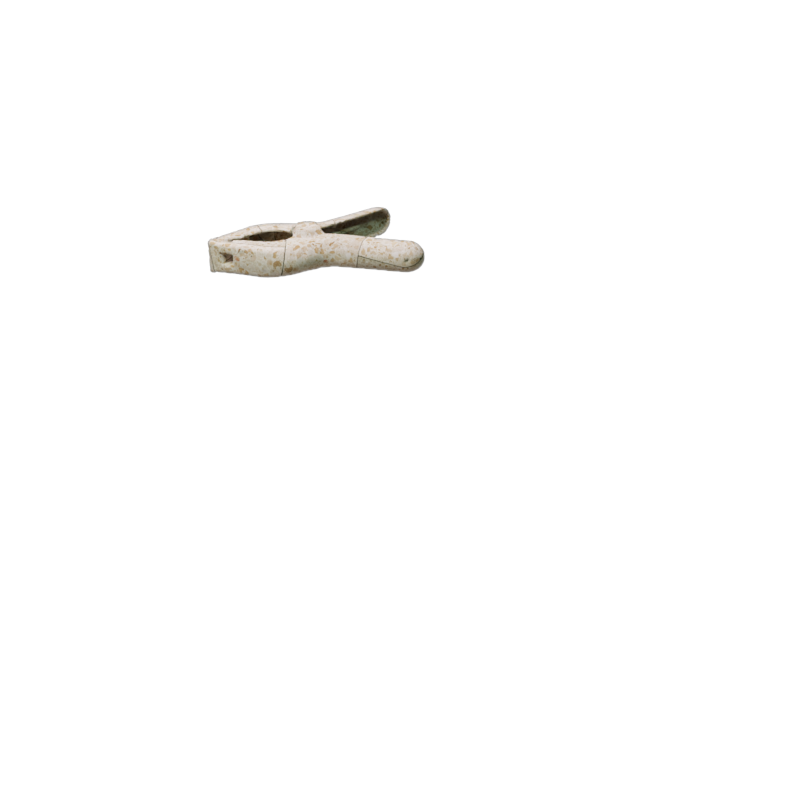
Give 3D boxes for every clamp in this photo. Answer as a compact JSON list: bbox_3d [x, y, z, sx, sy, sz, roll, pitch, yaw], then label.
[{"bbox_3d":[-0.072,-0.131,0.919,0.171,0.038,0.125,-1,19,-3],"label":"clamp"}]
